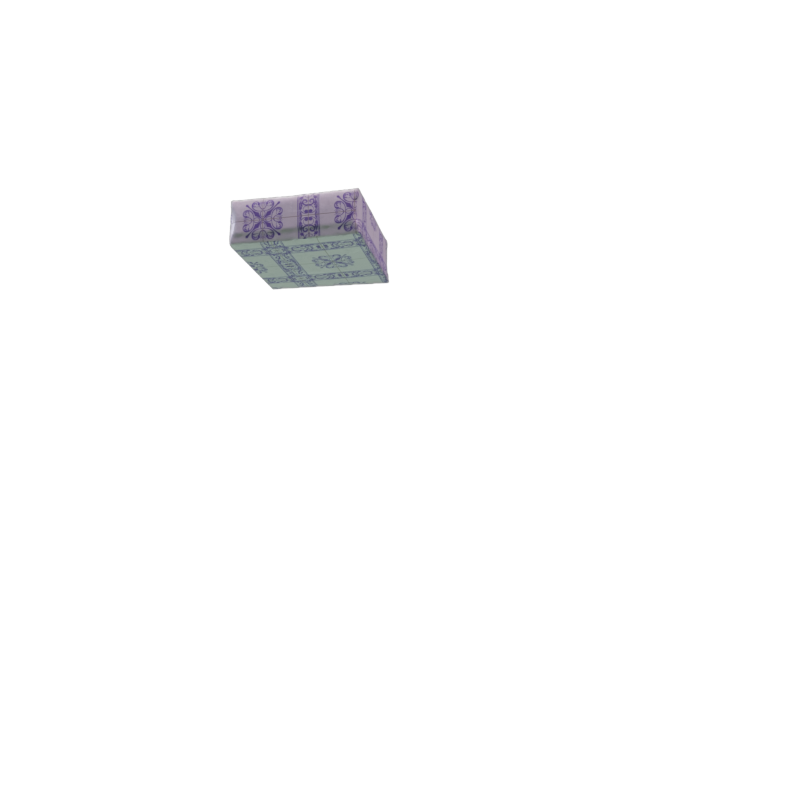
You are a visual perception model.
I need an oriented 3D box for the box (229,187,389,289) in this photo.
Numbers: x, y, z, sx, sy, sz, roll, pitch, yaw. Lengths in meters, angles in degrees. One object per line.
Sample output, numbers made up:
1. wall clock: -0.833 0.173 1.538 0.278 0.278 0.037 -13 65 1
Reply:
1. box: -0.050 -0.091 0.635 0.074 0.031 0.085 -3 -13 12
